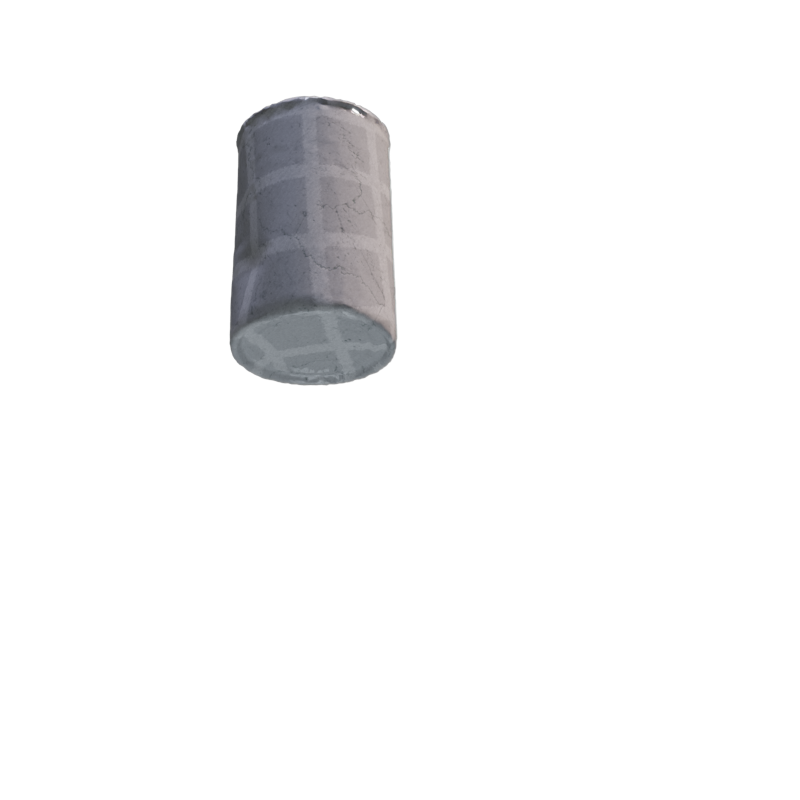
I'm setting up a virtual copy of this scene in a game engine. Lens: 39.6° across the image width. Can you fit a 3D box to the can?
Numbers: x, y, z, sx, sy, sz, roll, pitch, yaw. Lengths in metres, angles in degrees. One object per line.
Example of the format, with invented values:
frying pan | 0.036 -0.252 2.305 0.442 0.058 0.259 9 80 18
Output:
can | -0.036 -0.066 0.461 0.068 0.109 0.064 0 -29 -2
